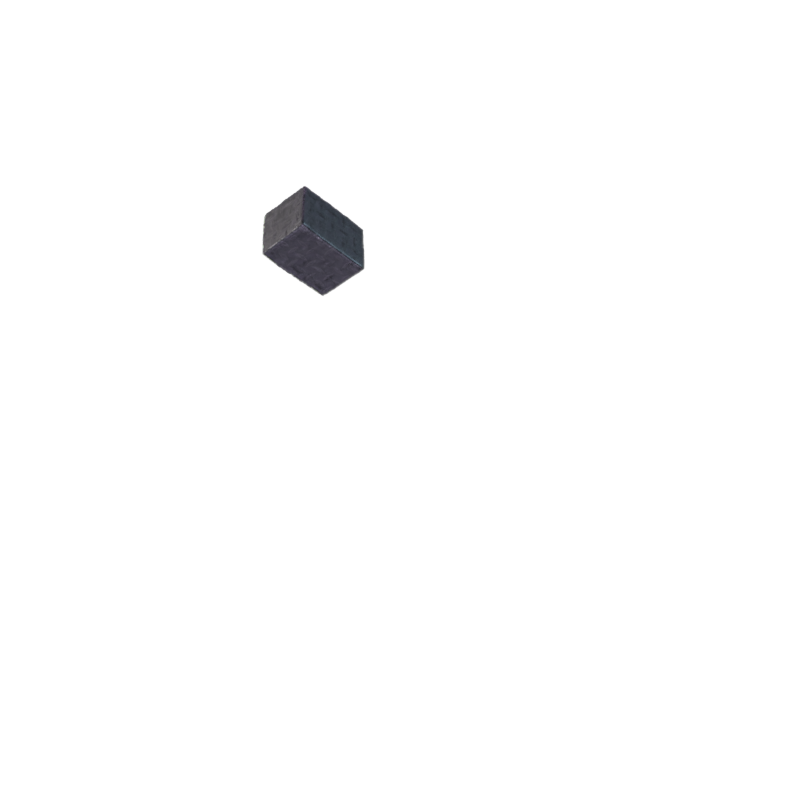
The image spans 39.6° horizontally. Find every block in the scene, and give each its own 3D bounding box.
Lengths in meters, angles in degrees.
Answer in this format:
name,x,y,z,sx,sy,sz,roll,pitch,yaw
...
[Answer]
name,x,y,z,sx,sy,sz,roll,pitch,yaw
block,-0.076,-0.139,0.972,0.052,0.055,0.073,-33,-50,30
